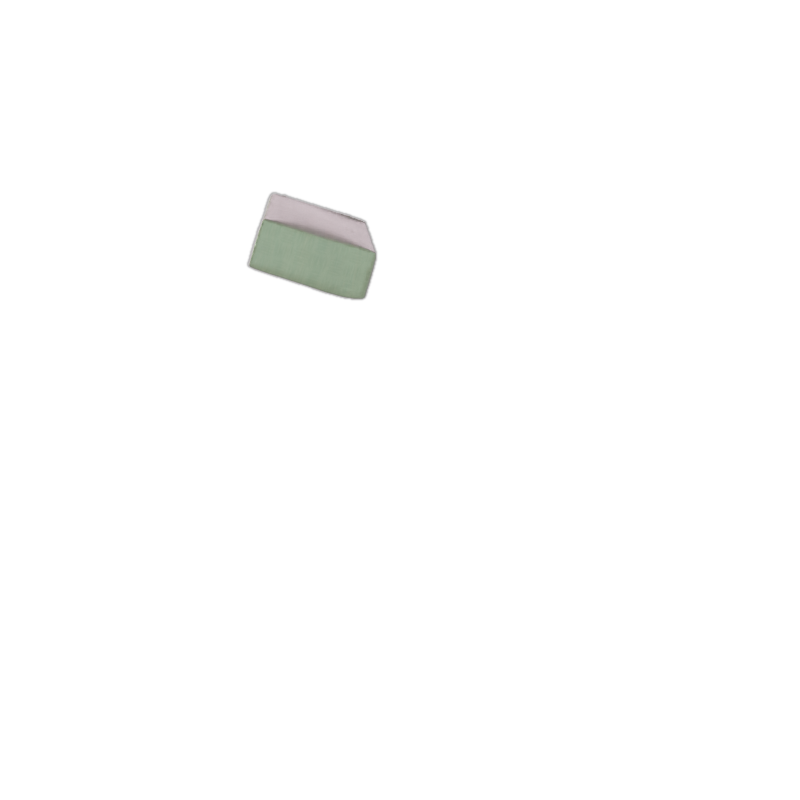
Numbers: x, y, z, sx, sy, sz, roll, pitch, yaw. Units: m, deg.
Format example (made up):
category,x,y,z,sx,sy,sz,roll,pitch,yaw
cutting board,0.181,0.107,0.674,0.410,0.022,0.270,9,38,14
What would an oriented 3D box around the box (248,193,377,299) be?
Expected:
category,x,y,z,sx,sy,sz,roll,pitch,yaw
box,-0.072,-0.131,0.916,0.092,0.047,0.183,16,17,-8
